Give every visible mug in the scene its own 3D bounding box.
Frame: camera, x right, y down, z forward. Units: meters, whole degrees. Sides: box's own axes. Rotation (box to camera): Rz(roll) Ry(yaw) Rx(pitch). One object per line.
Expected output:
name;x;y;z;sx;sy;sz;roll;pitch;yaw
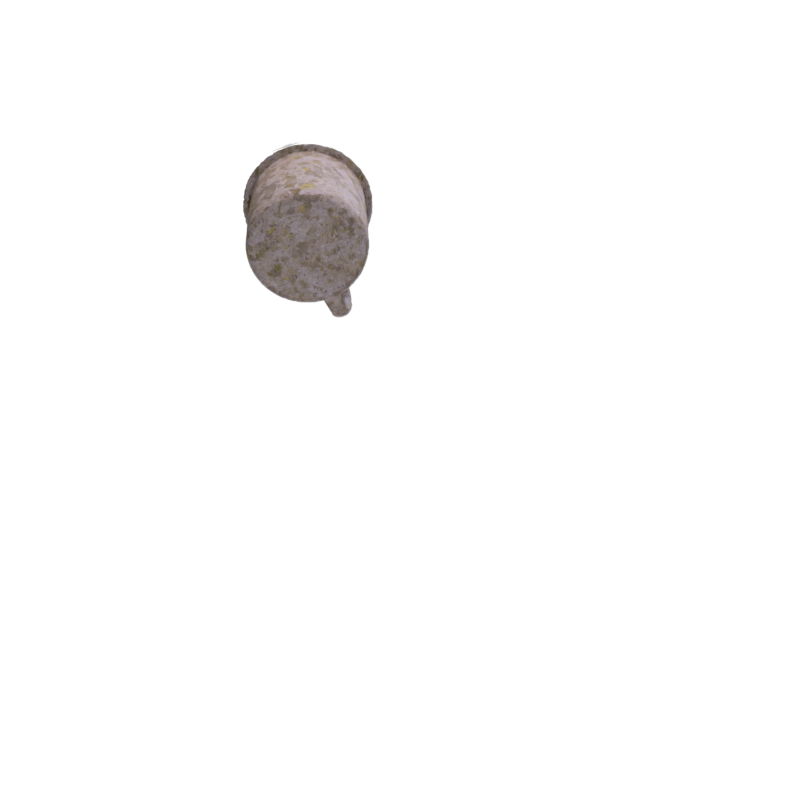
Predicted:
mug;-0.060;-0.109;0.763;0.093;0.110;0.086;-17;26;7
